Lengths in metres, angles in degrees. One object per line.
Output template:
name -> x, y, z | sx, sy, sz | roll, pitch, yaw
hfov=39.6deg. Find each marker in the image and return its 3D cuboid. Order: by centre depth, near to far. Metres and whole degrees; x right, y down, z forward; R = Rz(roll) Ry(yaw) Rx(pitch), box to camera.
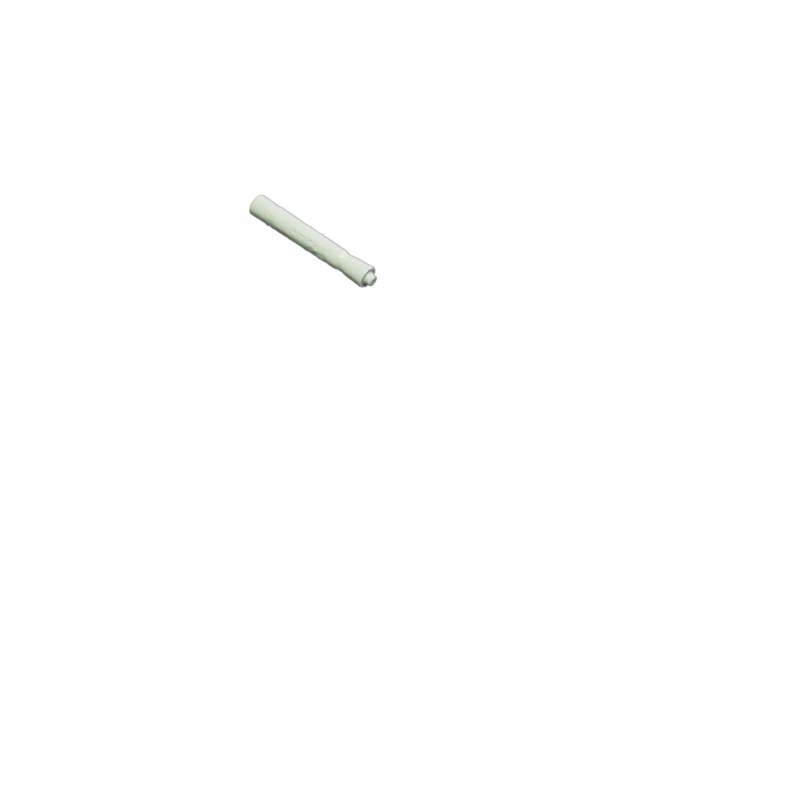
marker -> -0.067, -0.123, 0.862 | 0.128, 0.019, 0.019 | 36, 19, 24
